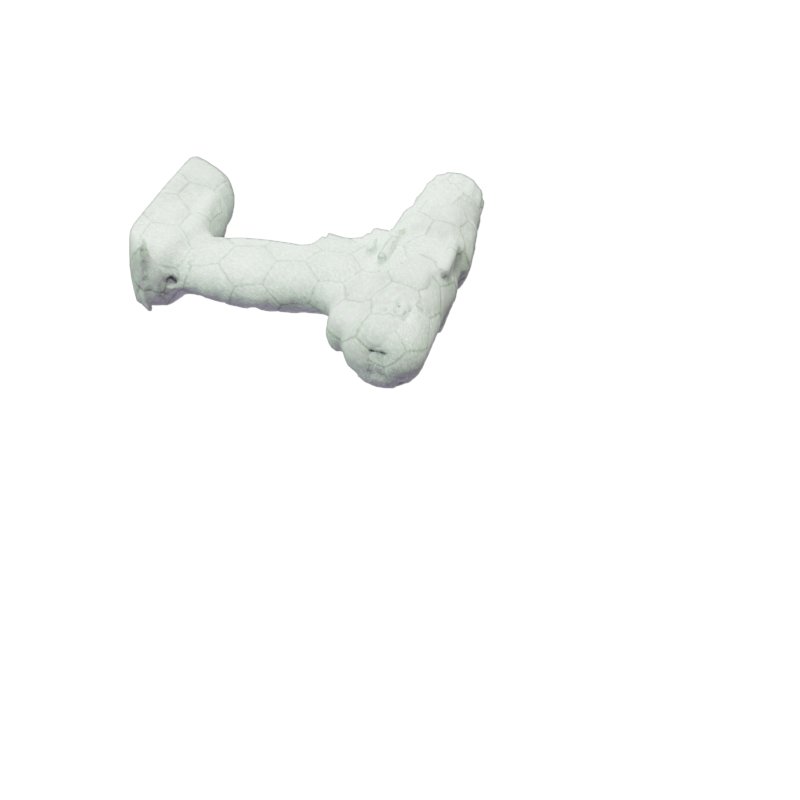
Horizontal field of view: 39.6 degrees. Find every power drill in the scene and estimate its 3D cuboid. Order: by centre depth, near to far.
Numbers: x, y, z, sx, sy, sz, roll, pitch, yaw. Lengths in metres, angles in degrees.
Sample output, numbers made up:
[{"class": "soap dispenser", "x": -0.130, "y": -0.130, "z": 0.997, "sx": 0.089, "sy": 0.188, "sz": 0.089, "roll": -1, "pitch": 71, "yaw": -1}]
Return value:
[{"class": "power drill", "x": -0.052, "y": -0.094, "z": 0.661, "sx": 0.192, "sy": 0.054, "sz": 0.192, "roll": 11, "pitch": 40, "yaw": 13}]
